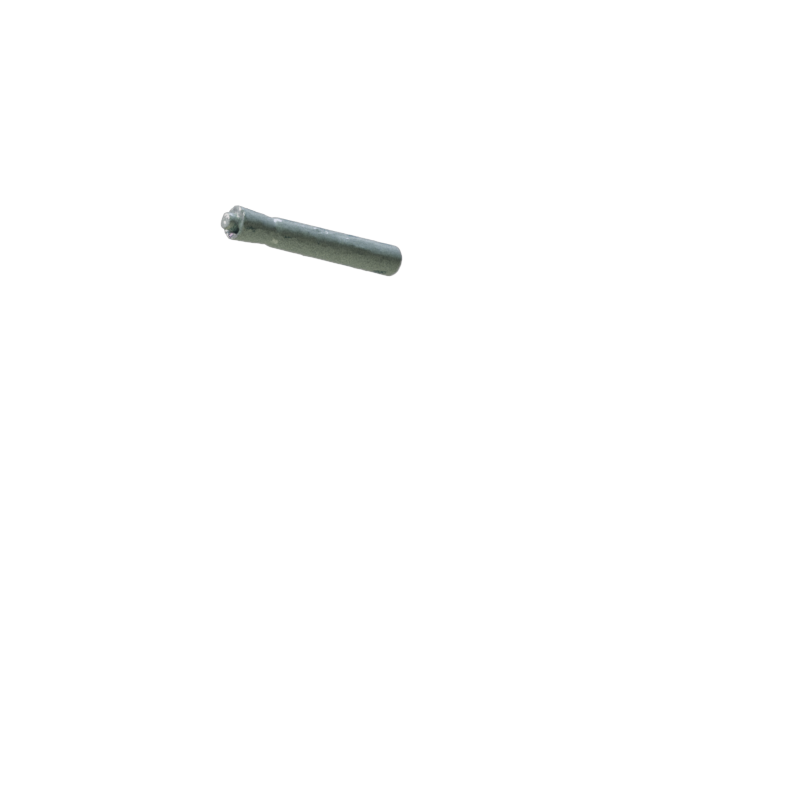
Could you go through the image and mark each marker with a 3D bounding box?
[{"bbox_3d":[-0.049,-0.089,0.623,0.115,0.020,0.021,8,-2,-39],"label":"marker"}]
